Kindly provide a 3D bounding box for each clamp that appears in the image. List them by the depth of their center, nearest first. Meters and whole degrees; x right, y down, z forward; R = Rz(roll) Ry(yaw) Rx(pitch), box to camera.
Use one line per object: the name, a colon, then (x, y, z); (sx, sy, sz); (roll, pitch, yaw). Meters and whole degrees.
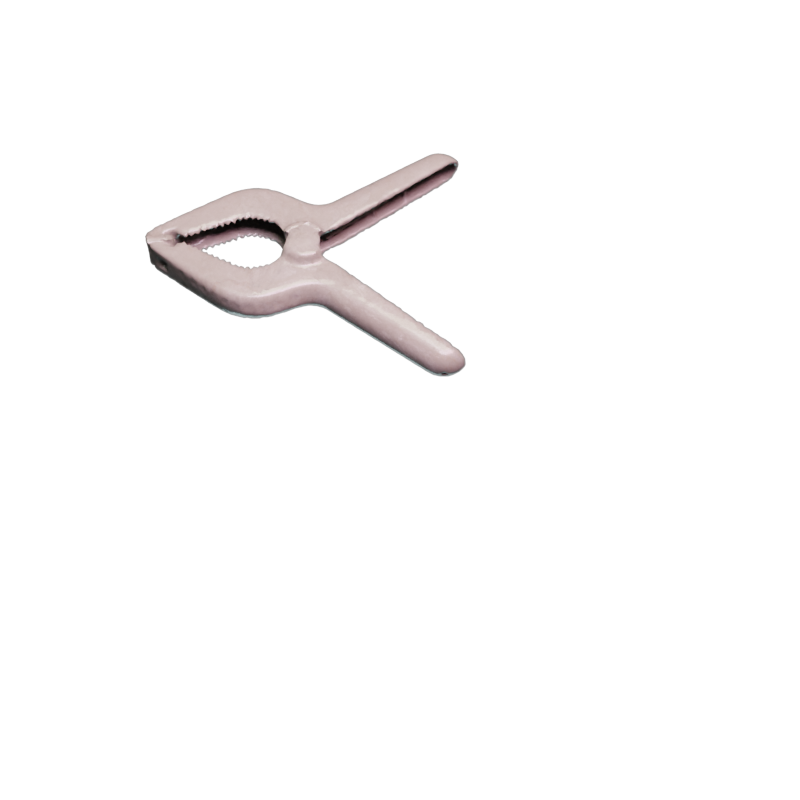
clamp: (-0.056, -0.103, 0.718); (0.212, 0.174, 0.034); (7, -33, 5)
